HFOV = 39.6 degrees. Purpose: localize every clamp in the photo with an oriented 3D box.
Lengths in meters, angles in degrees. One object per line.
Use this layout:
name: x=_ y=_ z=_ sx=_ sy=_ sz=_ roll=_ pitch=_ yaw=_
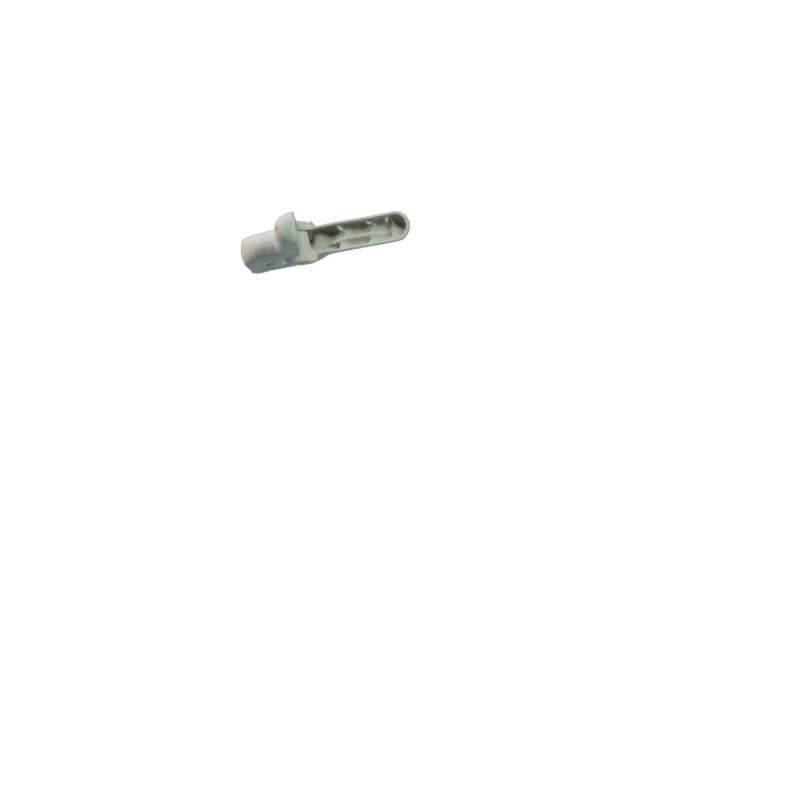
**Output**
clamp: x=-0.073 y=-0.134 z=0.936 sx=0.116 sy=0.040 sz=0.175 roll=0 pitch=-1 yaw=-25
